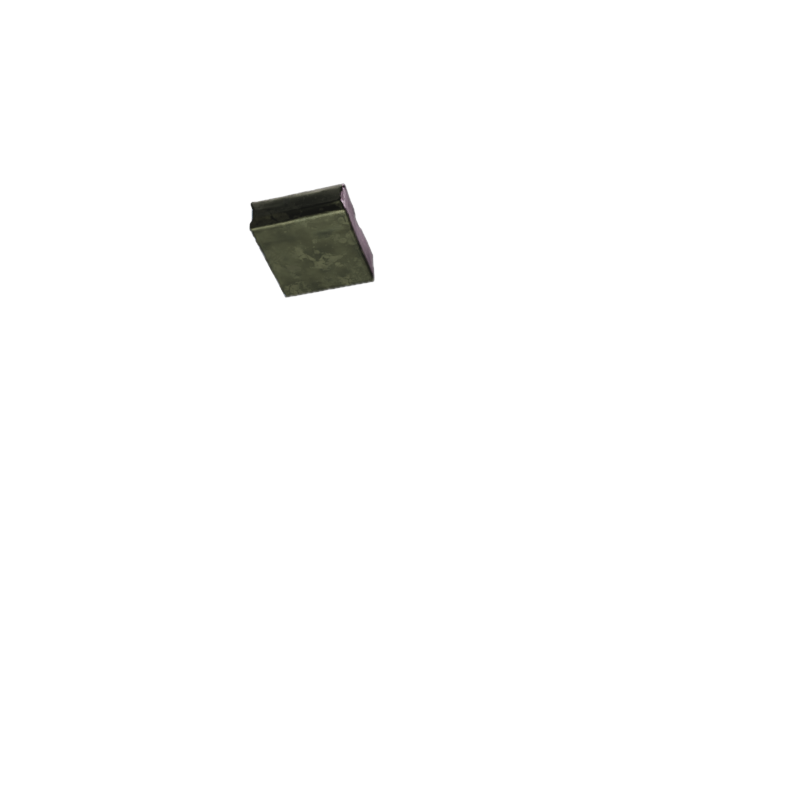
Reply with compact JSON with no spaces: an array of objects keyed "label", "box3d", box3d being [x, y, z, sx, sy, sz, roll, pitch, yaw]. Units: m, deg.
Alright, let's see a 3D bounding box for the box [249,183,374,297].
[{"label":"box","box3d":[-0.065,-0.119,0.834,0.074,0.032,0.082,-10,-38,12]}]
